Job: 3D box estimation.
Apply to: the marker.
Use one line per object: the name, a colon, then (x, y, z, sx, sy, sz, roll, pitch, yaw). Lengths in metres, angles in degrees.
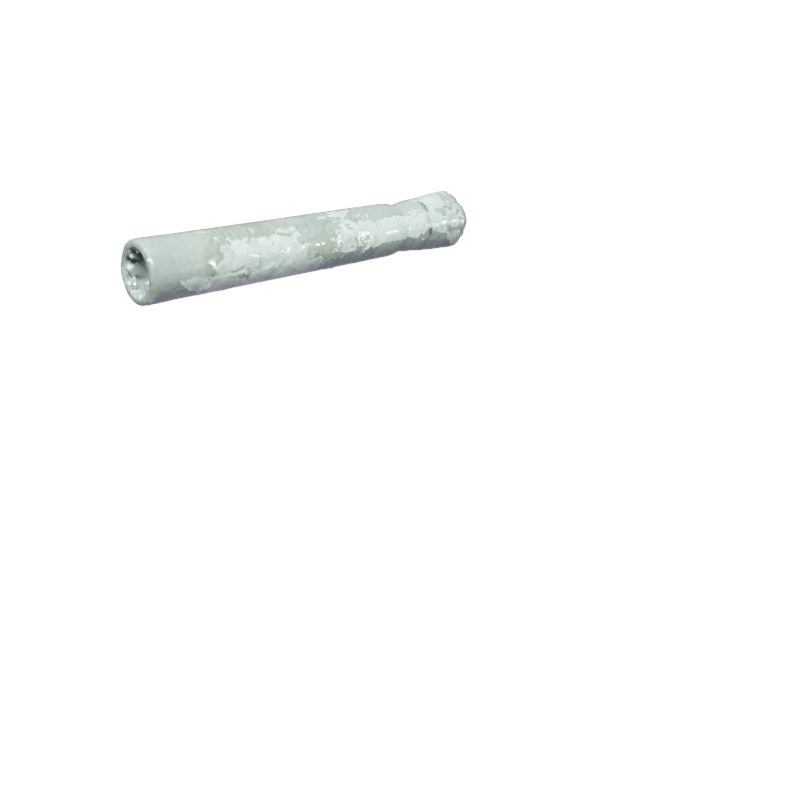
marker: (-0.026, -0.048, 0.337, 0.118, 0.019, 0.021, -16, 13, -36)
